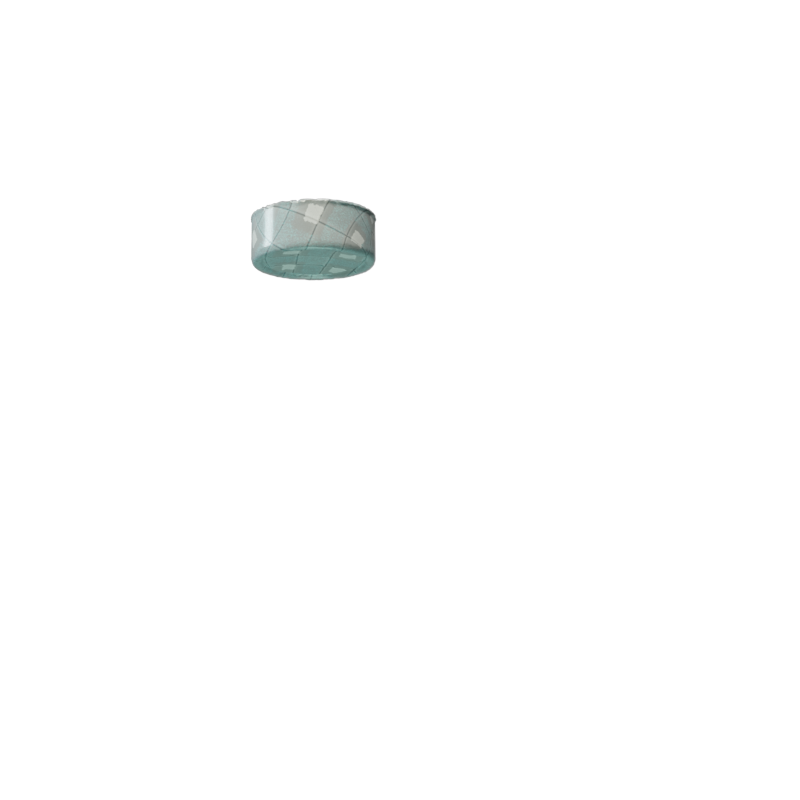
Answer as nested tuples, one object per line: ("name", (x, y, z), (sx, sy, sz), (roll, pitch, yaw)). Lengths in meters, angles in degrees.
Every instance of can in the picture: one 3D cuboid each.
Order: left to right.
("can", (-0.059, -0.108, 0.754), (0.086, 0.035, 0.083), (0, -10, -2))
